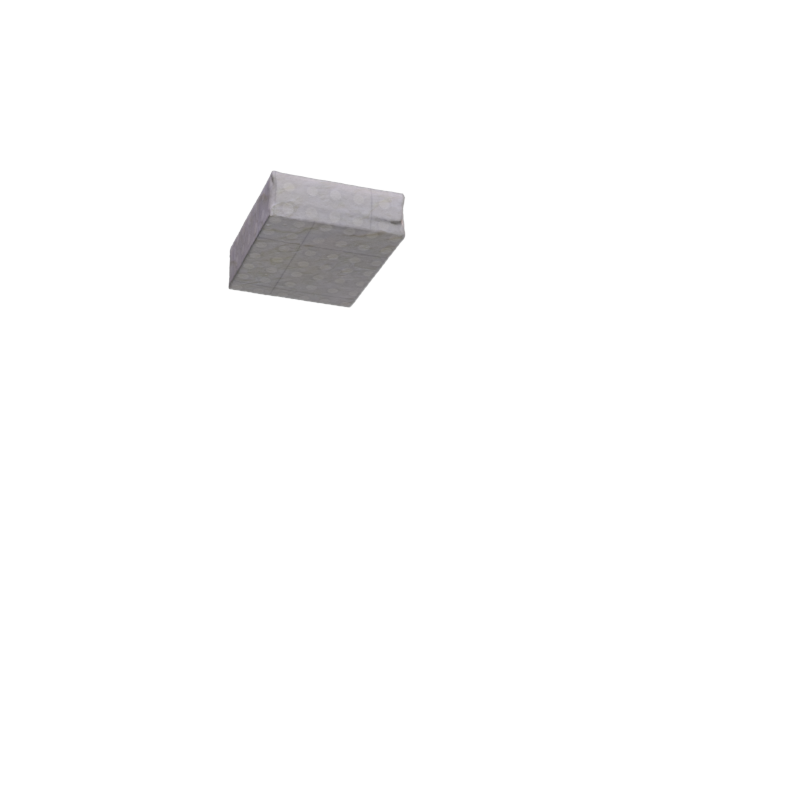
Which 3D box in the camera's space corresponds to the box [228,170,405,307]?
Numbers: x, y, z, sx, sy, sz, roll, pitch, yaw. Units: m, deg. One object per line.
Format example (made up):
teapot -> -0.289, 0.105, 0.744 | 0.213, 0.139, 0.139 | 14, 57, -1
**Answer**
box -> -0.046, -0.085, 0.594 | 0.071, 0.032, 0.087 | 8, -25, -18
